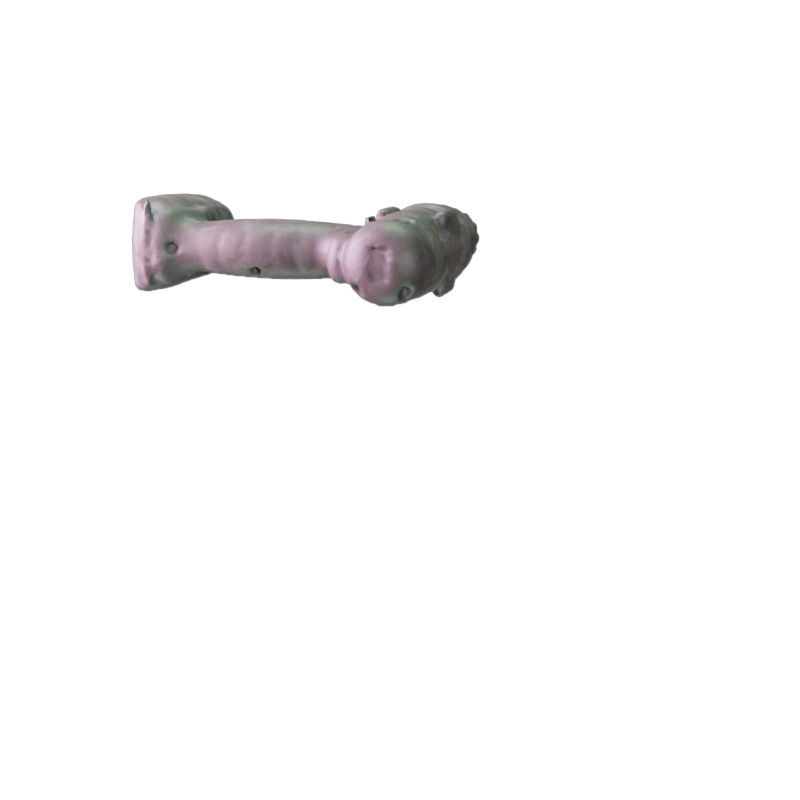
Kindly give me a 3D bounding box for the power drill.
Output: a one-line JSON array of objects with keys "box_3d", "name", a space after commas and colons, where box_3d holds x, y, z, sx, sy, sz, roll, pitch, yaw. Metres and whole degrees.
[{"box_3d": [-0.053, -0.096, 0.672, 0.192, 0.056, 0.183, 3, 11, 16], "name": "power drill"}]
